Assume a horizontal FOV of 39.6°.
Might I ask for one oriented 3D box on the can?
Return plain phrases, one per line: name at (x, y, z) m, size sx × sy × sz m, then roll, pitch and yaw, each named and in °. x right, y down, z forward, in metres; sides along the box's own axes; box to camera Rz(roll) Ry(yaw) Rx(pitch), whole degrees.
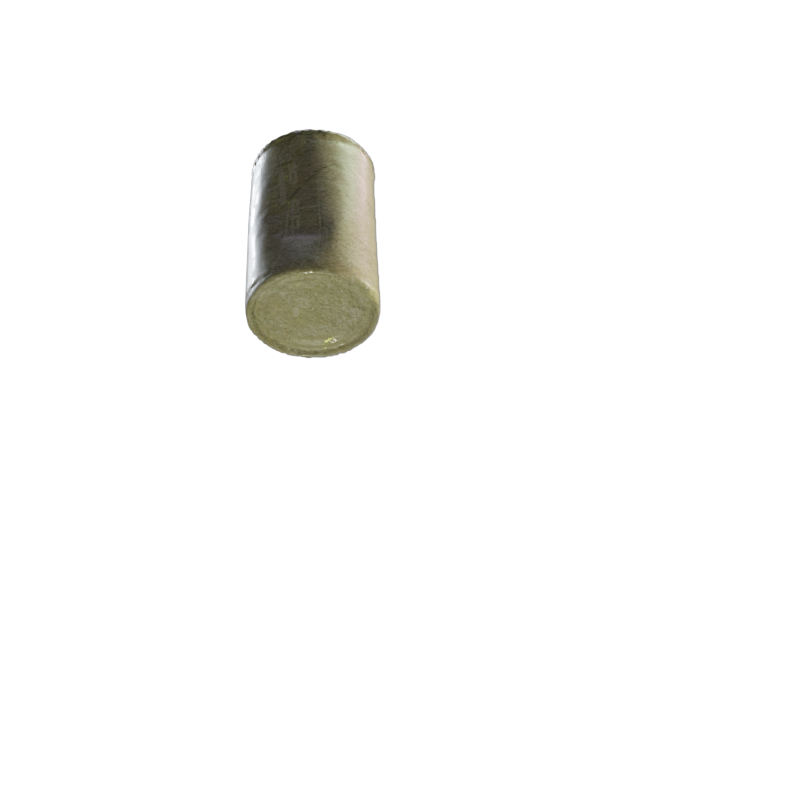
can at (-0.045, -0.082, 0.572) m, size 0.068 × 0.110 × 0.064 m, roll -1°, pitch -41°, yaw -3°
